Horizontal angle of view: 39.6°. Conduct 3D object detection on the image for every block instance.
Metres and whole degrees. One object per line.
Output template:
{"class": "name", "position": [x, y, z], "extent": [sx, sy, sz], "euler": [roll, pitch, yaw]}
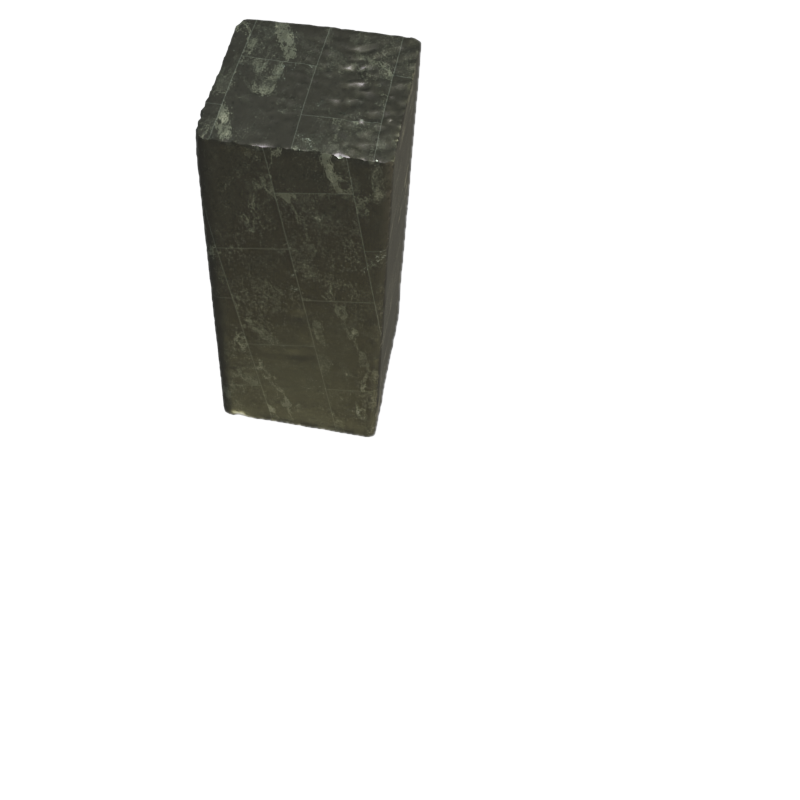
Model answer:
{"class": "block", "position": [-0.045, -0.082, 0.571], "extent": [0.091, 0.096, 0.192], "euler": [9, -38, 4]}
